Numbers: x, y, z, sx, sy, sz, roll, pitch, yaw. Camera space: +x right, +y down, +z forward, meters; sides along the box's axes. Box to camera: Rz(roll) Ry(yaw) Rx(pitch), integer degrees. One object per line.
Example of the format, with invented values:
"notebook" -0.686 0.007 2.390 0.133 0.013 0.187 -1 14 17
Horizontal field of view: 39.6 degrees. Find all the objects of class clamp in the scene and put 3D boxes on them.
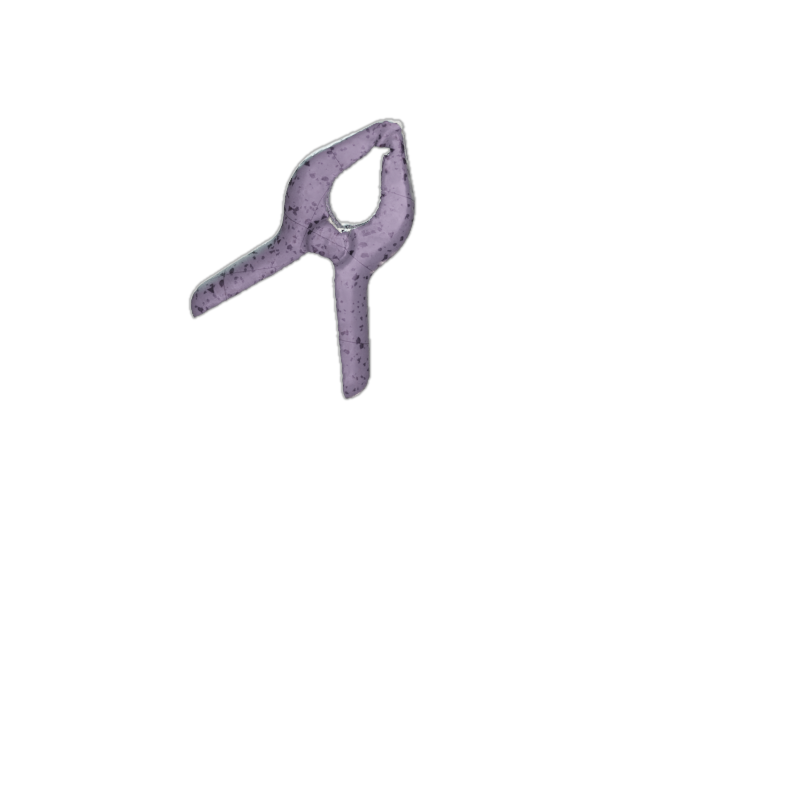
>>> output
"clamp" -0.053 -0.096 0.673 0.119 0.169 0.040 19 8 -3
